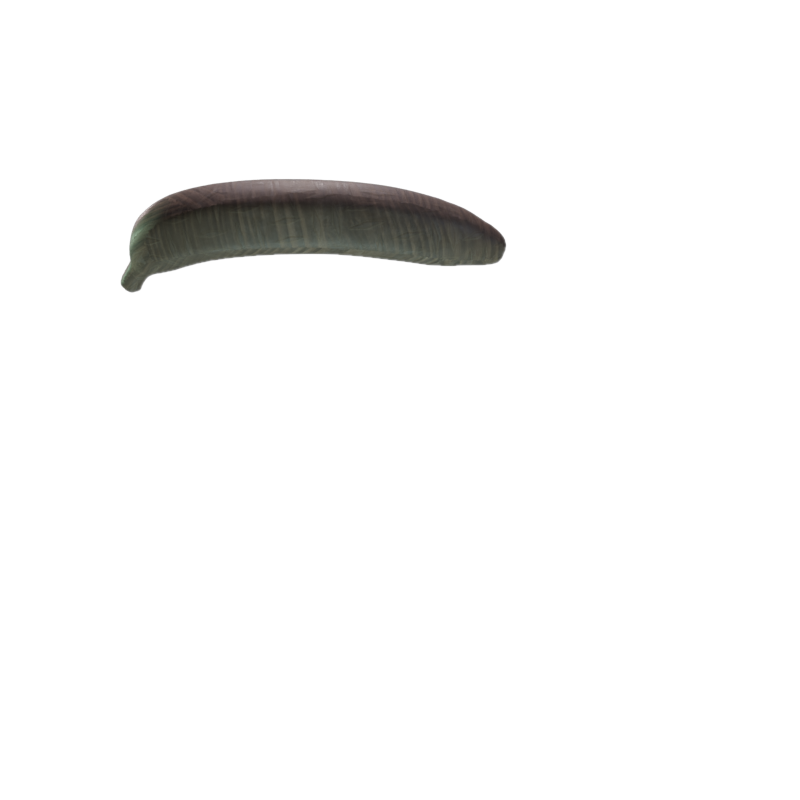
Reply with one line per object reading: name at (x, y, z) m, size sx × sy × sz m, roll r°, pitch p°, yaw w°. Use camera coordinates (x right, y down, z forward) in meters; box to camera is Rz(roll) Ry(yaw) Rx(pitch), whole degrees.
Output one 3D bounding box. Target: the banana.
banana at (-0.049, -0.083, 0.539) m, size 0.200 × 0.038 × 0.066 m, roll -2°, pitch -14°, yaw 8°
